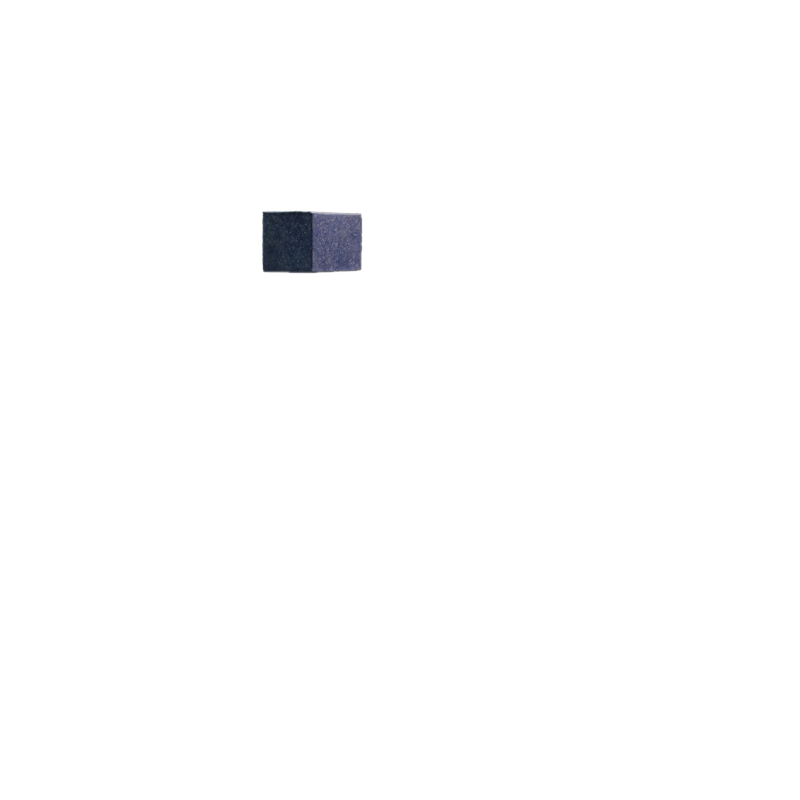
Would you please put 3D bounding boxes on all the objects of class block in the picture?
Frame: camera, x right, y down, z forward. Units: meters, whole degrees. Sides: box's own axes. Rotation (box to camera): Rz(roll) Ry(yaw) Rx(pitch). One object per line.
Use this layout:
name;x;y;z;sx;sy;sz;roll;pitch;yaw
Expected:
block;-0.074;-0.134;0.941;0.055;0.051;0.076;3;6;32
